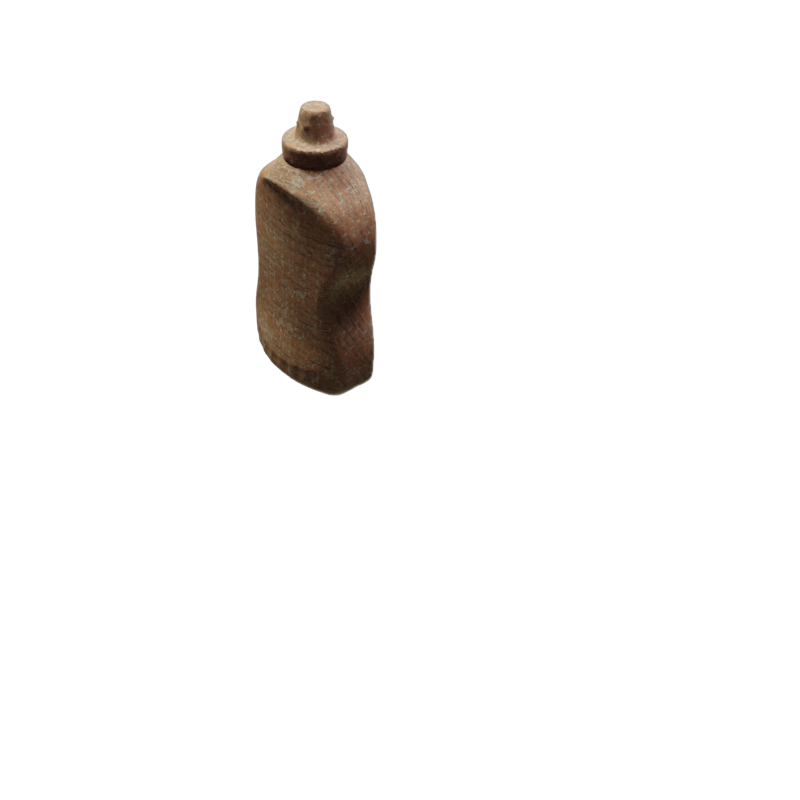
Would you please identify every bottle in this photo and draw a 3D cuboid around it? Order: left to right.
[{"bbox_3d":[-0.056,-0.103,0.717,0.058,0.180,0.103,-22,42,-31],"label":"bottle"}]
